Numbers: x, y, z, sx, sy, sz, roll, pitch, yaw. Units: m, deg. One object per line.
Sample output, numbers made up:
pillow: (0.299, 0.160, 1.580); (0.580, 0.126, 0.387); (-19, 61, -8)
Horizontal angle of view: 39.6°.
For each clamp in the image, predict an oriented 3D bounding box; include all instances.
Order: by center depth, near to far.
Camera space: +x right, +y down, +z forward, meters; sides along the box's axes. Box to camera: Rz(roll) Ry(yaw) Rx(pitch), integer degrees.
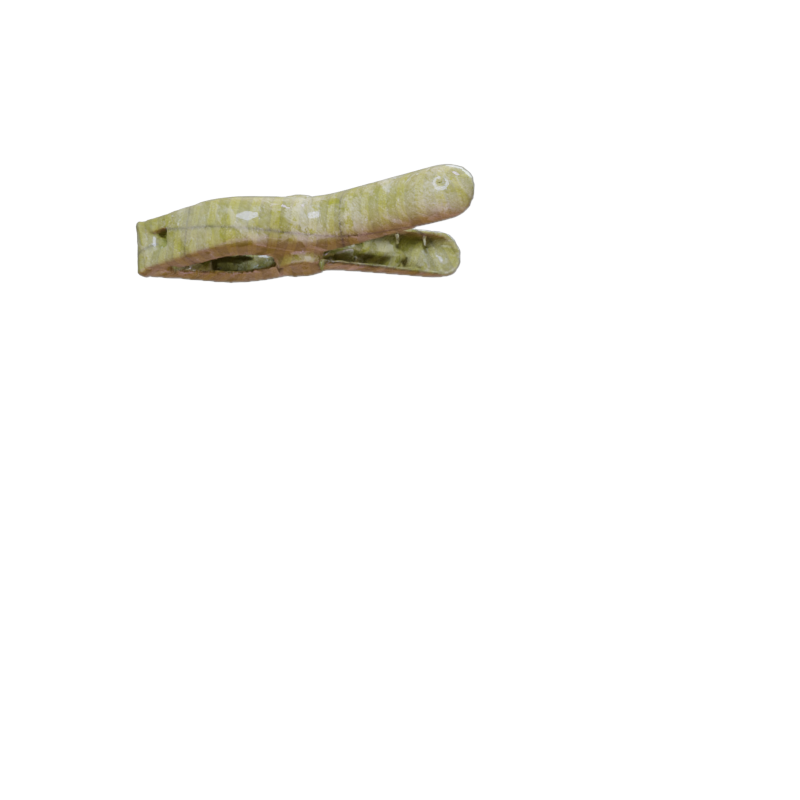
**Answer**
clamp: (-0.044, -0.080, 0.562); (0.173, 0.041, 0.113); (-3, -17, 11)
